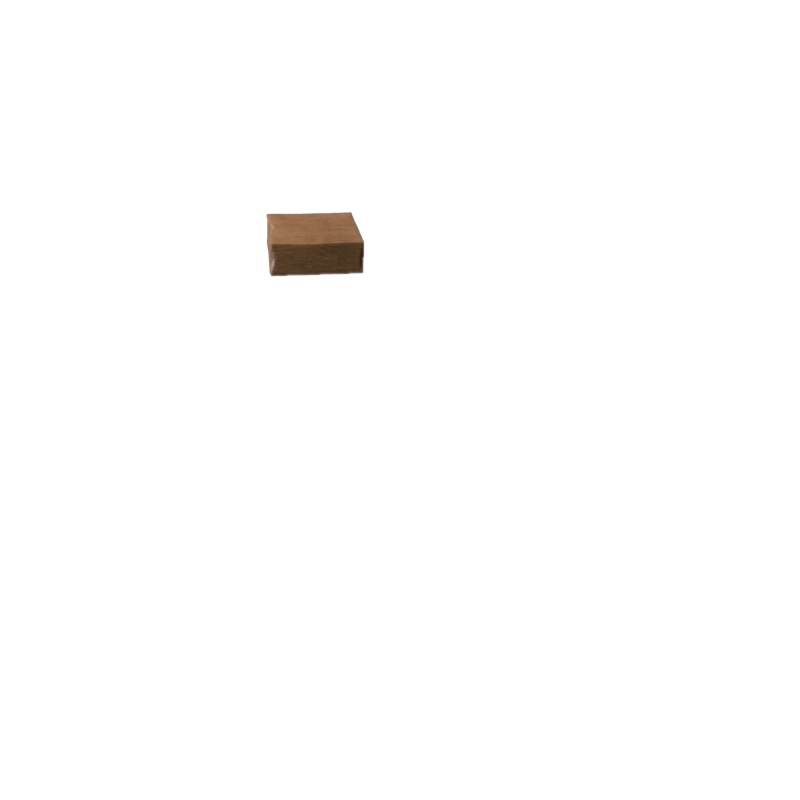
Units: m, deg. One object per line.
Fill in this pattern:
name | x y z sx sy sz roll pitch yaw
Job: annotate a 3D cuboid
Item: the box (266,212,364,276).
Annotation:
box | -0.070 -0.127 0.892 0.073 0.029 0.094 -2 24 -6
